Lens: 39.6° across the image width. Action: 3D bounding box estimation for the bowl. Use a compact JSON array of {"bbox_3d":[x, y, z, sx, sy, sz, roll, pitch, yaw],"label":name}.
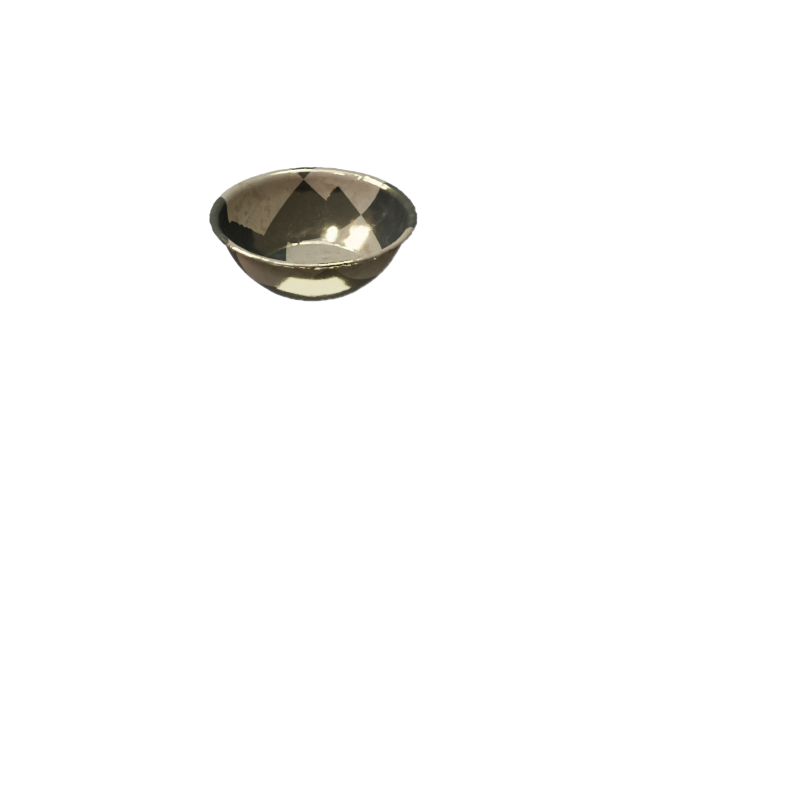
[{"bbox_3d":[-0.068,-0.125,0.874,0.162,0.052,0.173,-1,35,-2],"label":"bowl"}]
